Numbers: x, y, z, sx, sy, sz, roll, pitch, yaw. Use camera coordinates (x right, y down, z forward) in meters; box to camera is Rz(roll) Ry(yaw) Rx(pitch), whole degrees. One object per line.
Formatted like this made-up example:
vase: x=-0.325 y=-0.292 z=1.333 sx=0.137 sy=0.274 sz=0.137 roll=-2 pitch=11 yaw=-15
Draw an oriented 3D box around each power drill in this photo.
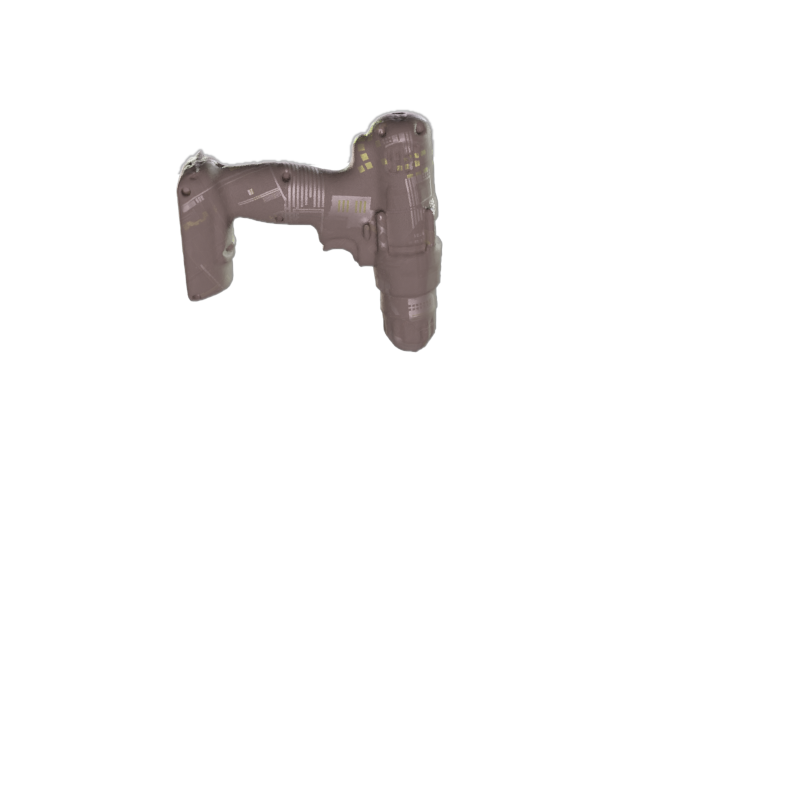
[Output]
power drill: x=-0.063 y=-0.116 z=0.810 sx=0.188 sy=0.175 sz=0.060 roll=-3 pitch=23 yaw=1
